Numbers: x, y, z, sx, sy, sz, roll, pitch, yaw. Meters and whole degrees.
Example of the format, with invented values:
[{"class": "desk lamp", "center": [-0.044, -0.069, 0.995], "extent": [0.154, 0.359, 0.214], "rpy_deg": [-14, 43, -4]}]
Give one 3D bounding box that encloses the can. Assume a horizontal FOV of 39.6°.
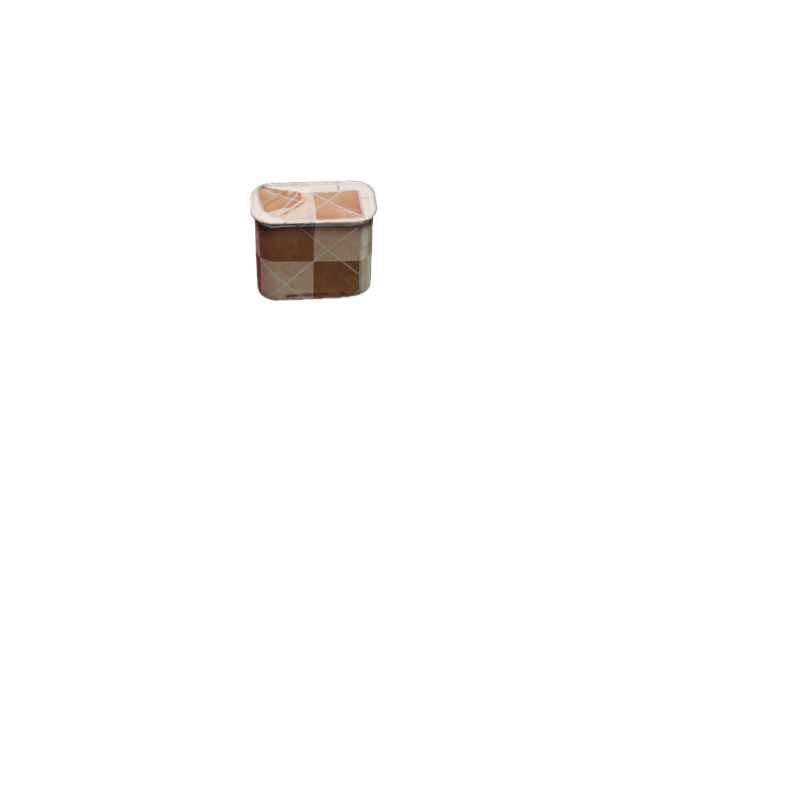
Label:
[{"class": "can", "center": [-0.072, -0.131, 0.919], "extent": [0.101, 0.078, 0.062], "rpy_deg": [-2, 41, -4]}]
